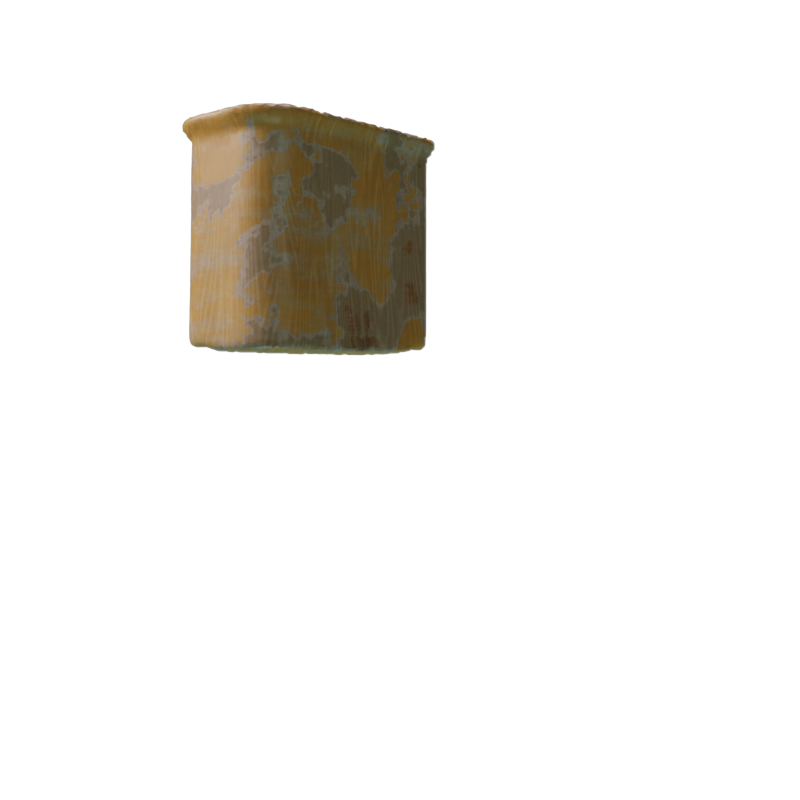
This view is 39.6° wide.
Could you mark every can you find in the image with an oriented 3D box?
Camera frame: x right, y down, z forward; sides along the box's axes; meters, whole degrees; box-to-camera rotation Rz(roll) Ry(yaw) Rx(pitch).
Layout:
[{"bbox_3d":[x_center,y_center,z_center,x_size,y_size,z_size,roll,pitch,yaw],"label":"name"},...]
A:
[{"bbox_3d":[-0.033,-0.060,0.419,0.059,0.085,0.097,-4,-4,41],"label":"can"}]
